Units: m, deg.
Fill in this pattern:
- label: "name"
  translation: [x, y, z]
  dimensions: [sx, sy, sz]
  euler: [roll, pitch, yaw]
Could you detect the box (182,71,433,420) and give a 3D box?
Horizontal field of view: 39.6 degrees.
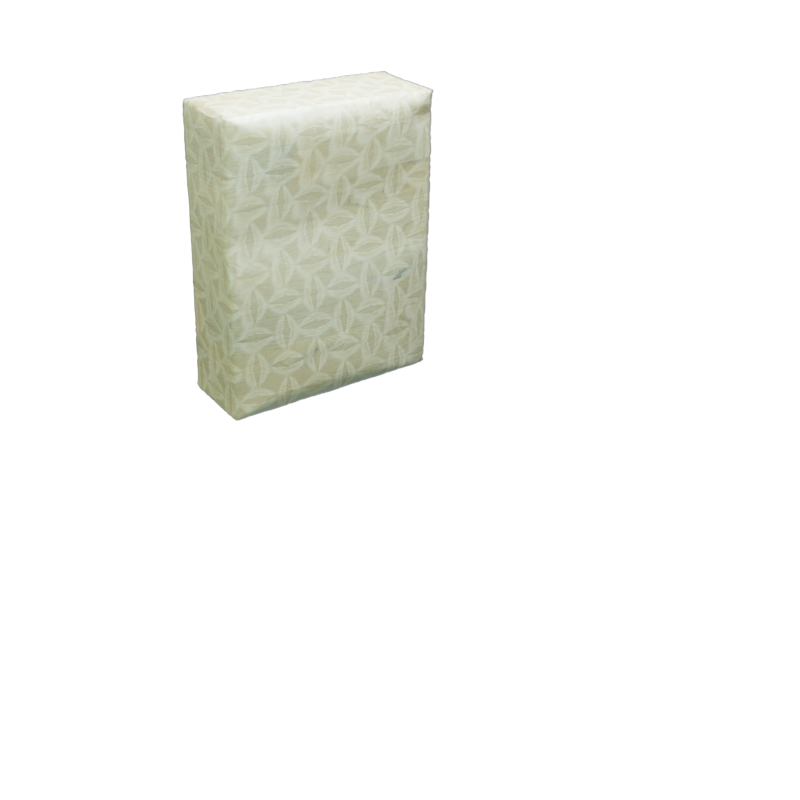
- label: "box"
  translation: [-0.061, -0.111, 0.776]
  dimensions: [0.161, 0.203, 0.077]
  euler: [-15, 28, -31]
